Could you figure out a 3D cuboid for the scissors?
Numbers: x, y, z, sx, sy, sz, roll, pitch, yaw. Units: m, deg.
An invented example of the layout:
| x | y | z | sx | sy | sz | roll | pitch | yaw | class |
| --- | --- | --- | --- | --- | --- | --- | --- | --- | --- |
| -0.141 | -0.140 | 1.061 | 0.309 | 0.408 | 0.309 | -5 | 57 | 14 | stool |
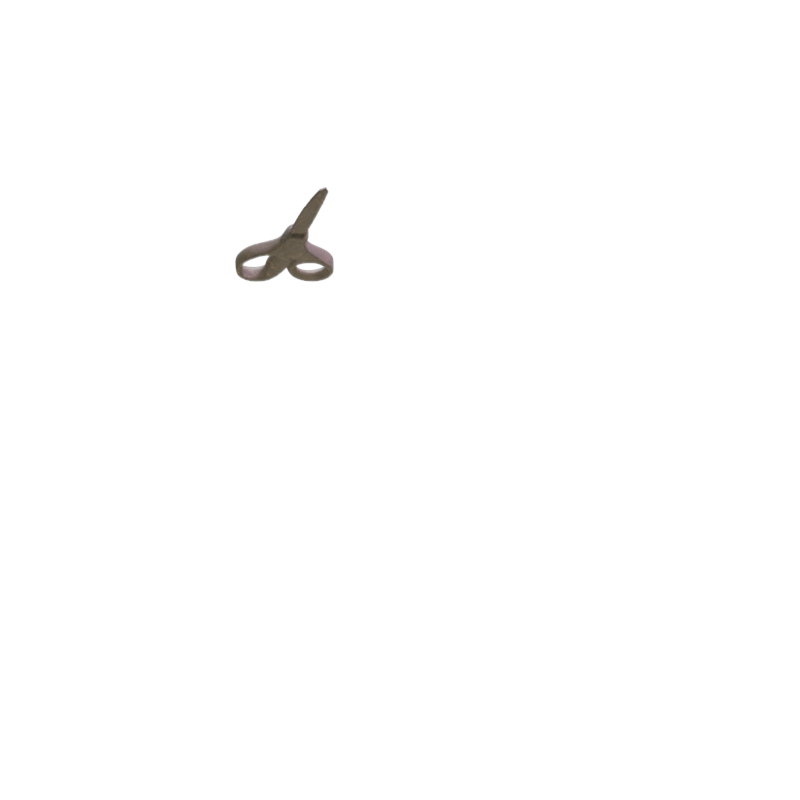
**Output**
| x | y | z | sx | sy | sz | roll | pitch | yaw | class |
| --- | --- | --- | --- | --- | --- | --- | --- | --- | --- |
| -0.073 | -0.134 | 0.937 | 0.092 | 0.016 | 0.202 | 8 | -16 | -31 | scissors |
